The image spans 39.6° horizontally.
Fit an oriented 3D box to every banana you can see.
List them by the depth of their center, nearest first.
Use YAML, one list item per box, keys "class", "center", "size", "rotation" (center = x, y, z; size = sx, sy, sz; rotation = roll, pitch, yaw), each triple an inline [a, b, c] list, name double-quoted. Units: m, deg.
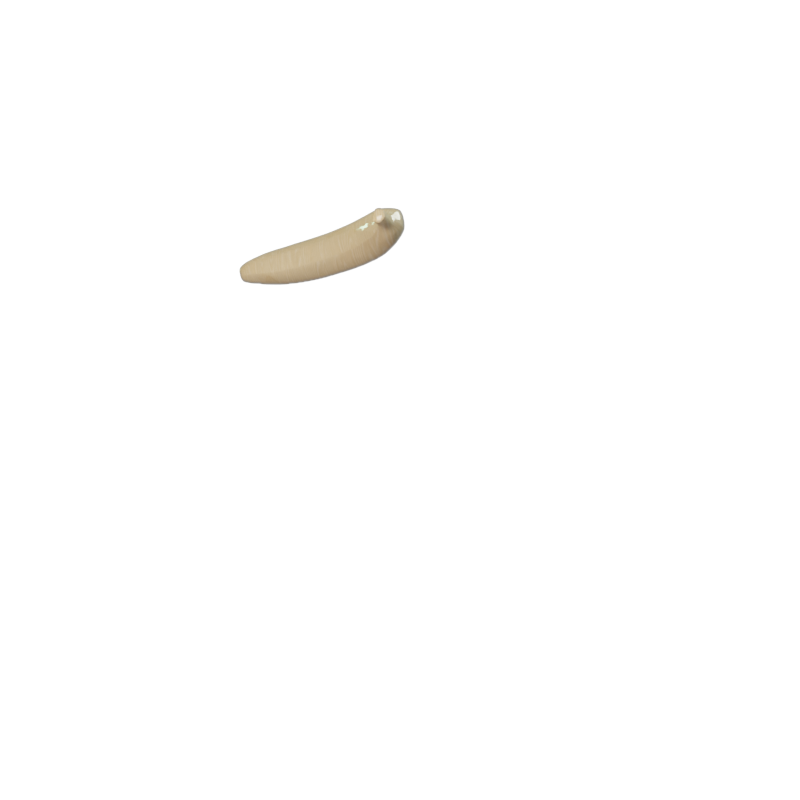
- class: "banana"
  center: [-0.060, -0.136, 0.976]
  size: [0.066, 0.038, 0.200]
  rotation: [15, -21, -40]
